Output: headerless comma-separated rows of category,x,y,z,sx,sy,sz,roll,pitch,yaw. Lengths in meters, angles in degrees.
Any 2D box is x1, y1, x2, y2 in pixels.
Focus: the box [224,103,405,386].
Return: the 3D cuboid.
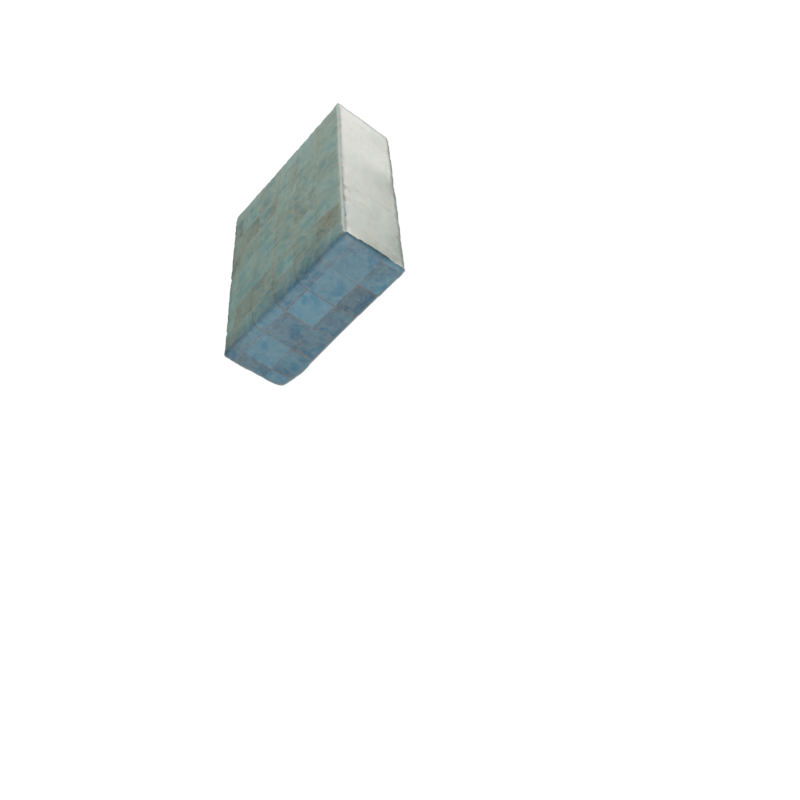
box,-0.077,-0.141,0.985,0.068,0.229,0.161,32,-59,-27
